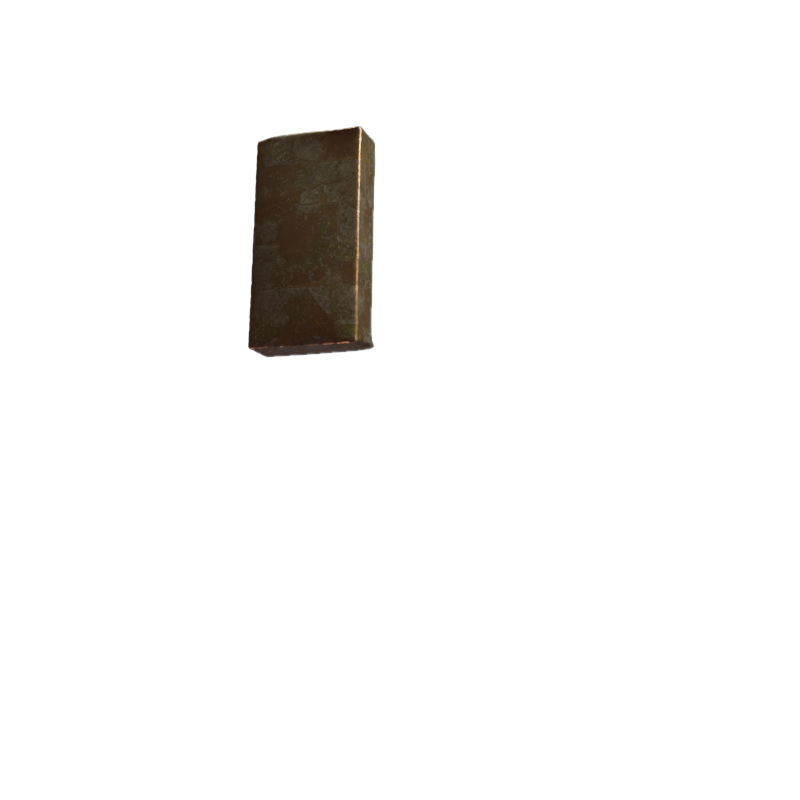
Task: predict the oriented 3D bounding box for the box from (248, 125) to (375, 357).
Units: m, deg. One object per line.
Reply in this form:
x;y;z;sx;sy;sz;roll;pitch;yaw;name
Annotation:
-0.069;-0.126;0.881;0.095;0.182;0.045;-6;-15;19;box
